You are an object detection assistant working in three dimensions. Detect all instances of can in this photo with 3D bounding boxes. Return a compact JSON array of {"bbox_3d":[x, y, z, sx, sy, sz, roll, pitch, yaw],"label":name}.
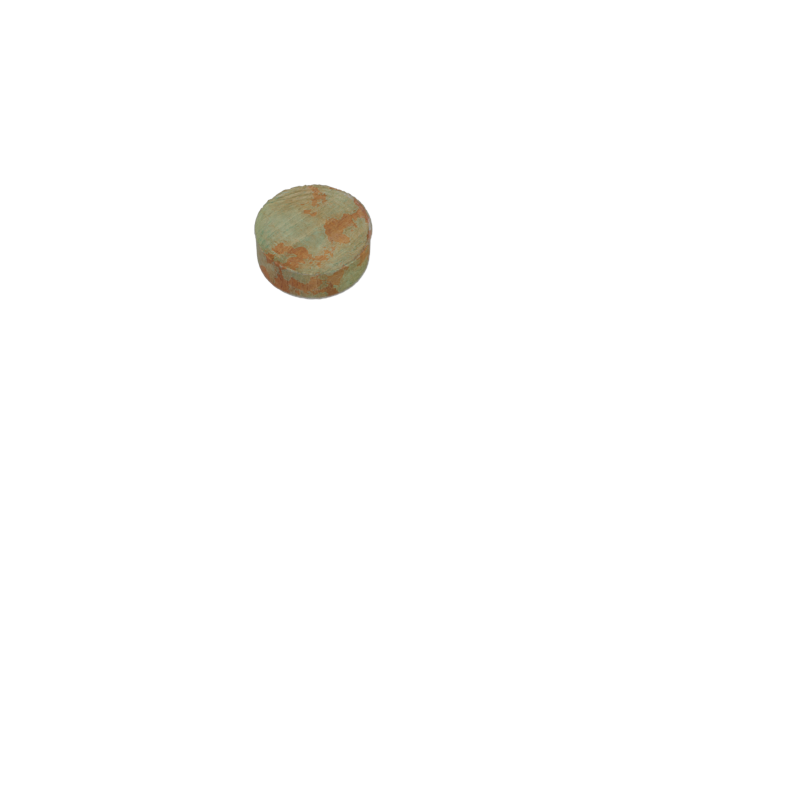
[{"bbox_3d":[-0.064,-0.116,0.815,0.086,0.092,0.031,-1,-37,-1],"label":"can"}]
